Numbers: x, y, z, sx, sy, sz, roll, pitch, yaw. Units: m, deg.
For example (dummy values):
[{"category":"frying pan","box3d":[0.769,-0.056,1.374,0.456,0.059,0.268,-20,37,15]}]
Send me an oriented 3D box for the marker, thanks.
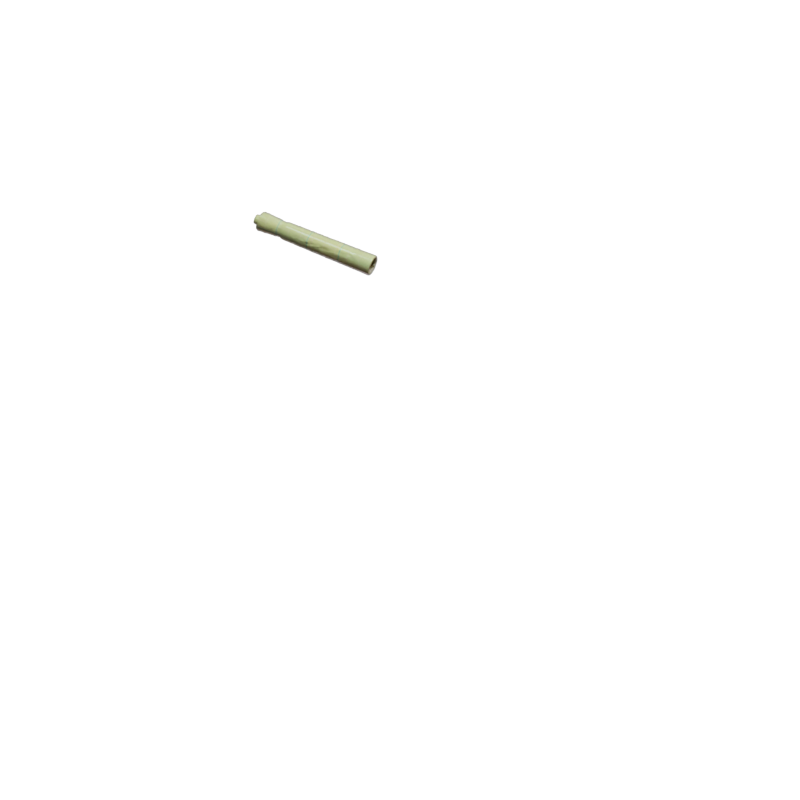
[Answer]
[{"category":"marker","box3d":[-0.078,-0.143,0.999,0.126,0.019,0.019,24,11,19]}]
